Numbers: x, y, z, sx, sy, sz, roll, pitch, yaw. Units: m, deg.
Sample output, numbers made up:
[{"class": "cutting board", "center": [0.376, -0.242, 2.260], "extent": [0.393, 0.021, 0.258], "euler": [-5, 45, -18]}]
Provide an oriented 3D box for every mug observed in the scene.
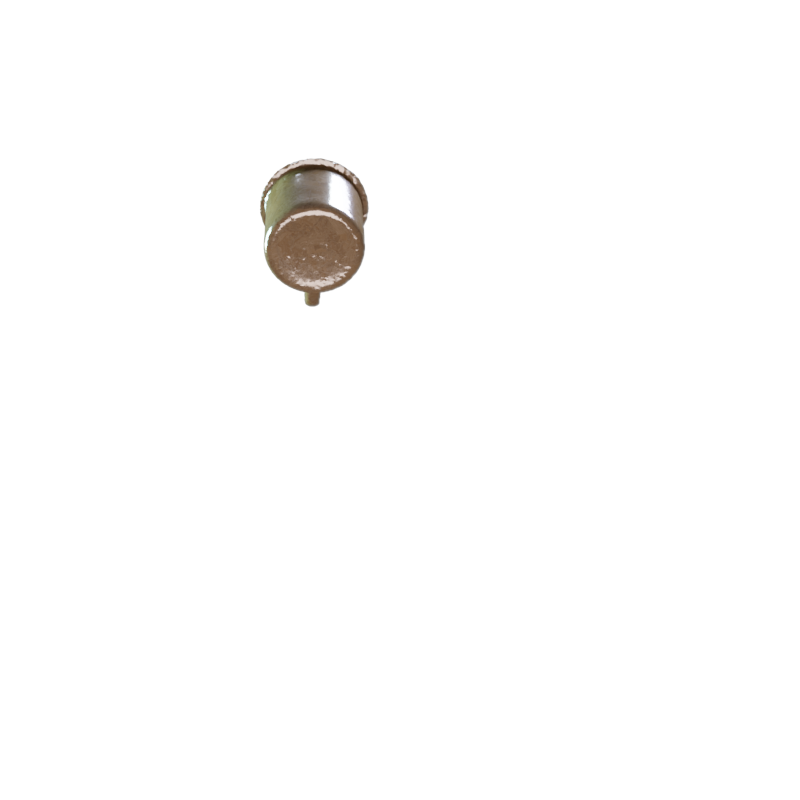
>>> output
[{"class": "mug", "center": [-0.072, -0.132, 0.923], "extent": [0.093, 0.111, 0.087], "euler": [4, 31, -5]}]
